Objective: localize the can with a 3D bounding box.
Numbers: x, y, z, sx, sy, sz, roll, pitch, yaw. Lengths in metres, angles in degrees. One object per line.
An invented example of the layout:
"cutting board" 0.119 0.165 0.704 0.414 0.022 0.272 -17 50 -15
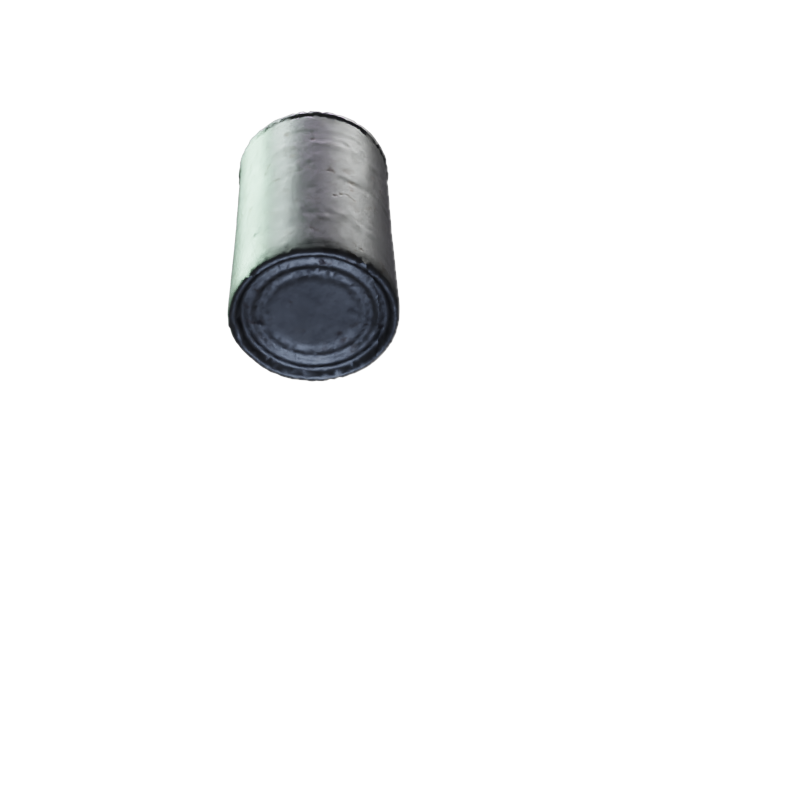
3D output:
"can" -0.036 -0.066 0.463 0.068 0.064 0.110 -1 41 -3
